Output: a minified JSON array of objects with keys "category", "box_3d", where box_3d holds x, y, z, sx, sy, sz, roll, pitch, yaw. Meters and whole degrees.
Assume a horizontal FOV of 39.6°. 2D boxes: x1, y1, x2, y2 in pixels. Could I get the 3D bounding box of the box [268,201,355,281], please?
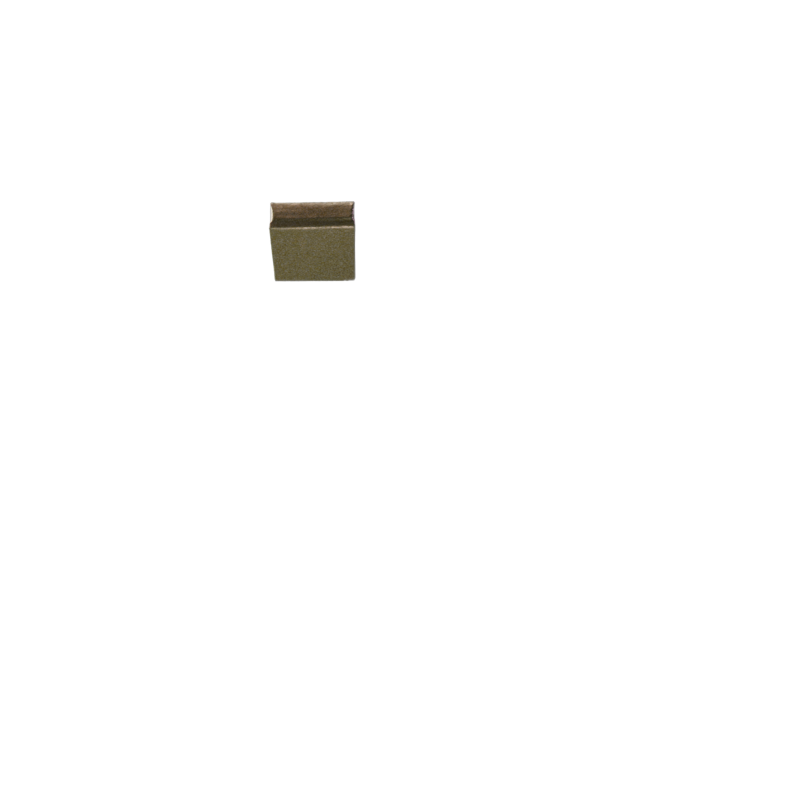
[{"category":"box","box_3d":[-0.076,-0.138,0.967,0.073,0.032,0.084,0,-29,0]}]
